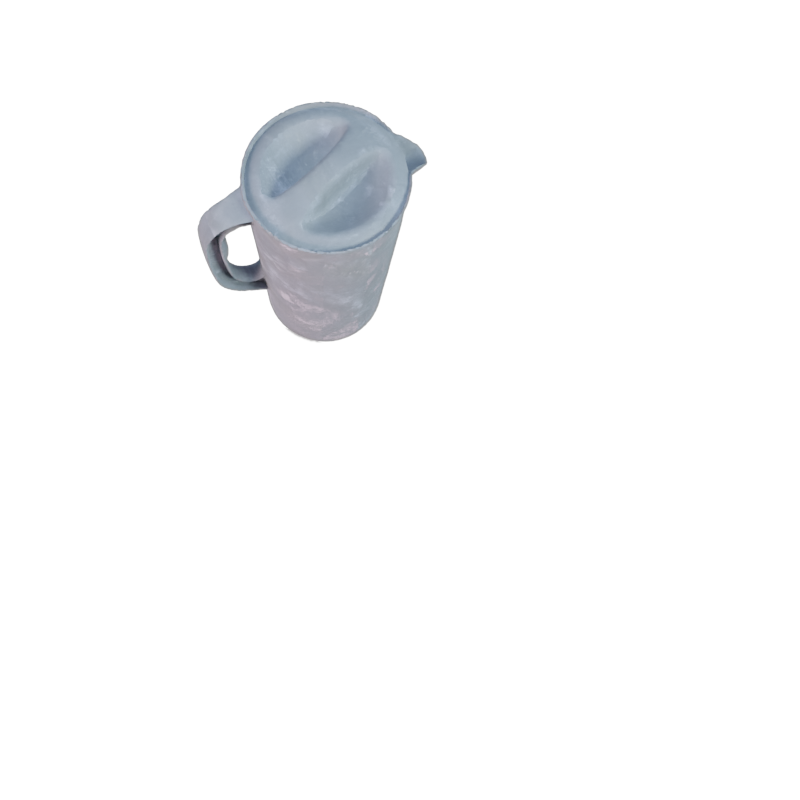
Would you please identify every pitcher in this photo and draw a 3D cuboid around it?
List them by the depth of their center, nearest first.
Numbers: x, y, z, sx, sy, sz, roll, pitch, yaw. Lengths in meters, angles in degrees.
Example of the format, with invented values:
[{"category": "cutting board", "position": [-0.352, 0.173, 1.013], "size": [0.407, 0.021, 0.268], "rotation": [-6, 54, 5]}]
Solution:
[{"category": "pitcher", "position": [-0.075, -0.136, 0.953], "size": [0.152, 0.150, 0.231], "rotation": [22, -20, 5]}]
